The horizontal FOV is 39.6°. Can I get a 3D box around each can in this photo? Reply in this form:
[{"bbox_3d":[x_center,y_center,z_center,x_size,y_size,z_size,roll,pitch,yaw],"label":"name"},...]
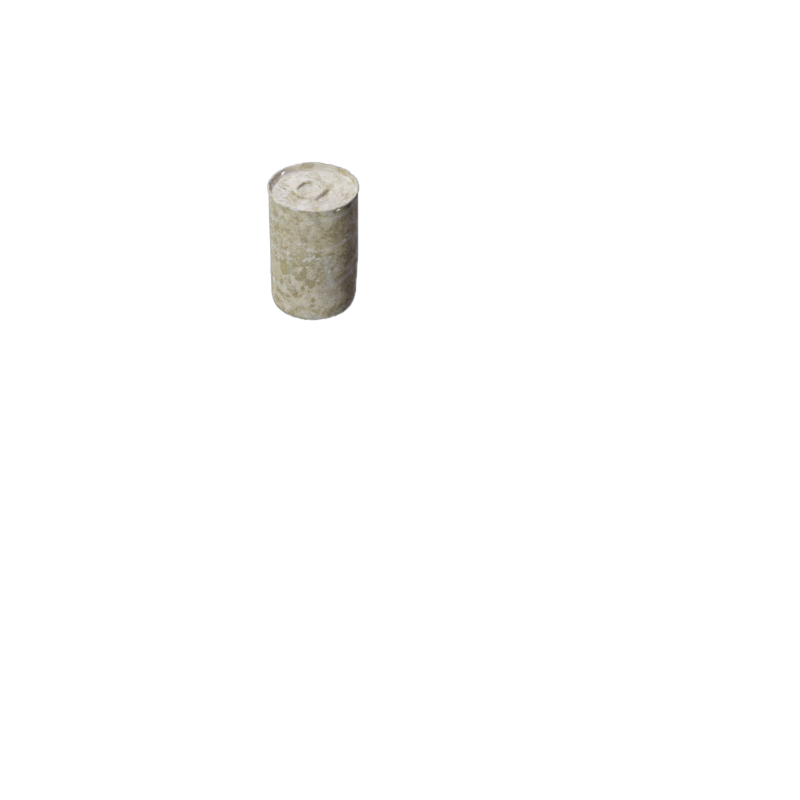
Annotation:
[{"bbox_3d":[-0.066,-0.120,0.843,0.068,0.095,0.073,0,39,-3],"label":"can"}]
